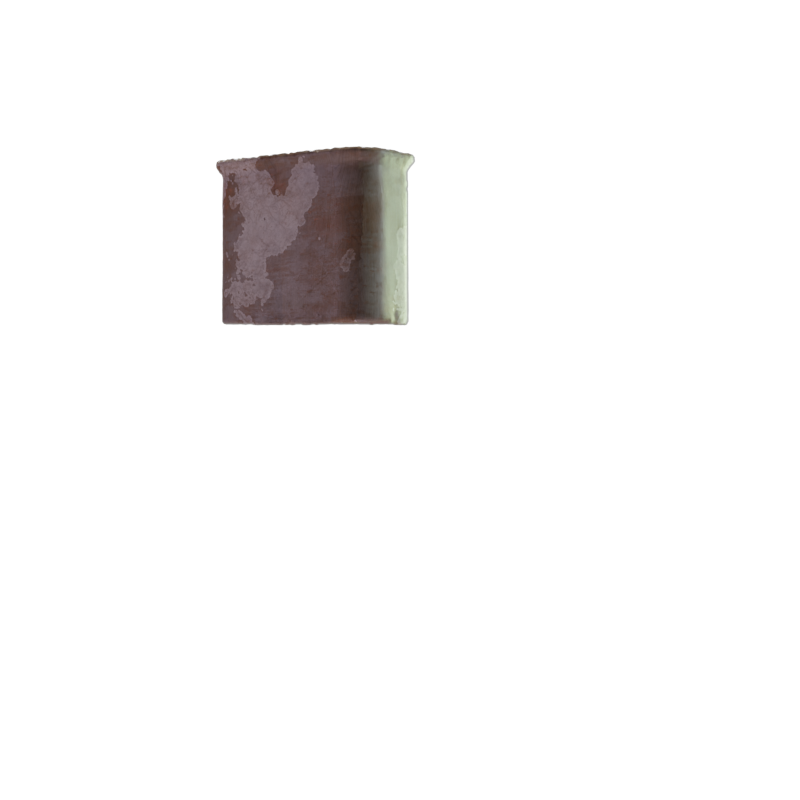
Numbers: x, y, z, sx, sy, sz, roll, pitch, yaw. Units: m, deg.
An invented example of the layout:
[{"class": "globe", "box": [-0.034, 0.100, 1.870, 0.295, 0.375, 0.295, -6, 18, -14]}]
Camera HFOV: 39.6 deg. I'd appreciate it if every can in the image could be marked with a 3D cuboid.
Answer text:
[{"class": "can", "box": [-0.044, -0.080, 0.558, 0.106, 0.084, 0.055, 1, -1, 35]}]
